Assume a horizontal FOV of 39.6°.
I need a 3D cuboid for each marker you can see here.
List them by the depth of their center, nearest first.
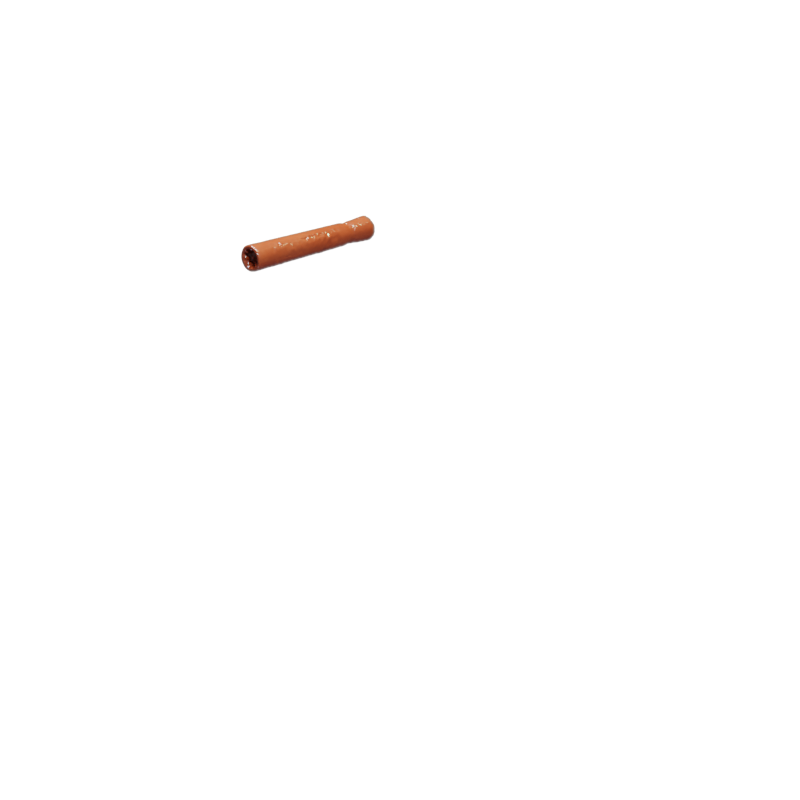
[{"bbox_3d":[-0.062,-0.113,0.791,0.021,0.019,0.119,4,19,44],"label":"marker"}]
